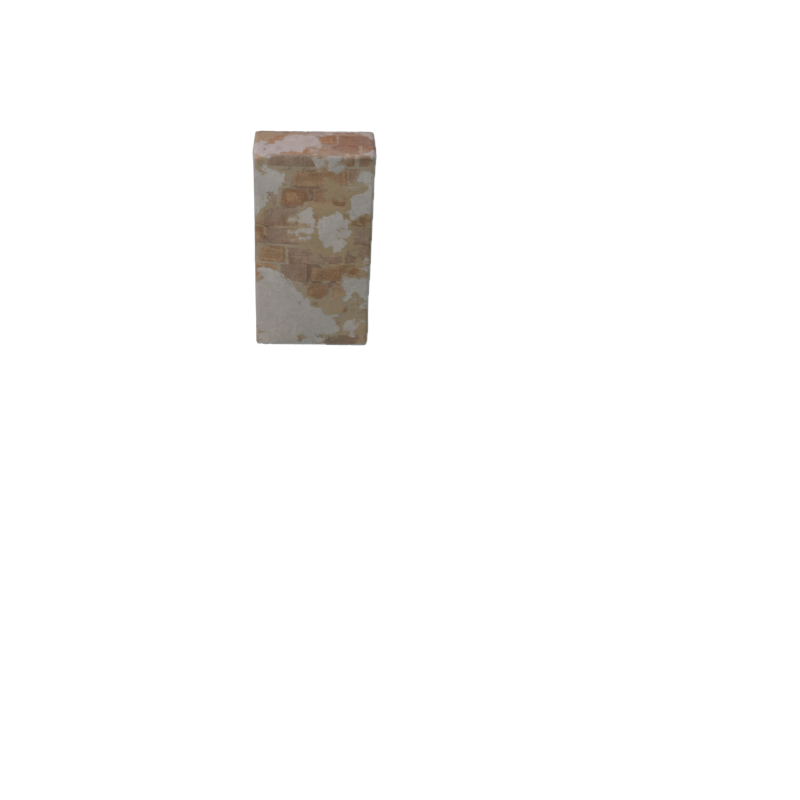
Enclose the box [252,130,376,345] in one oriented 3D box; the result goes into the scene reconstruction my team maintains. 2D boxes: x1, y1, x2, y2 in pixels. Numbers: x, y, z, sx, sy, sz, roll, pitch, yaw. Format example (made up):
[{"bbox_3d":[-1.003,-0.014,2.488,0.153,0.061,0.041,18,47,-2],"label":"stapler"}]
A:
[{"bbox_3d":[-0.068,-0.124,0.868,0.093,0.165,0.051,1,38,-2],"label":"box"}]
